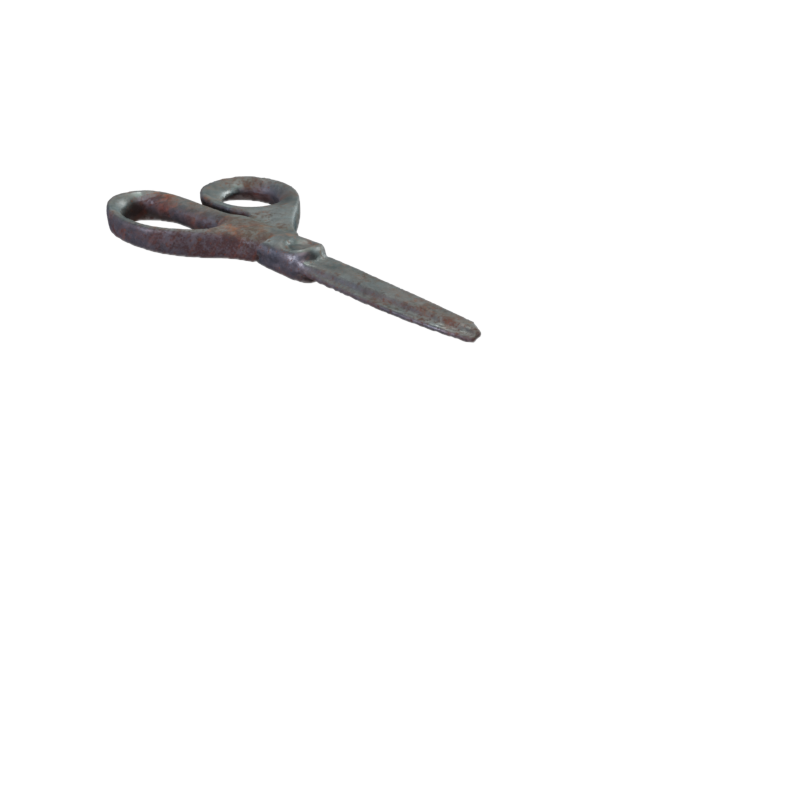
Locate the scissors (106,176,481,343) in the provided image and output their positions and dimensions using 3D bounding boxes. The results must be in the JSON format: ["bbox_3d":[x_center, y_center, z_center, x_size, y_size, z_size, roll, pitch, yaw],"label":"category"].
[{"bbox_3d":[-0.037,-0.067,0.471,0.212,0.015,0.096,17,32,30],"label":"scissors"}]
